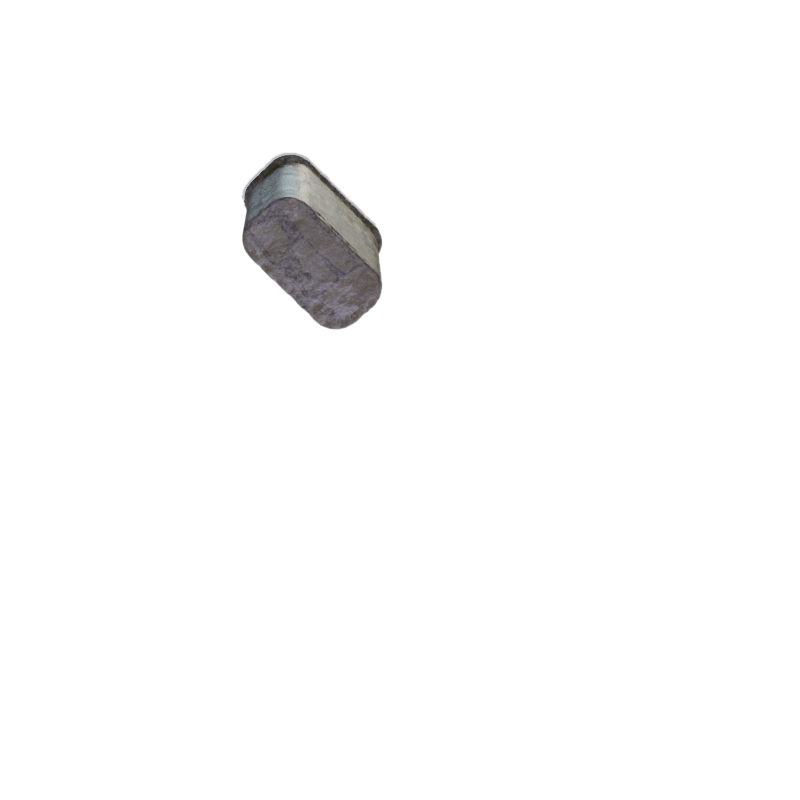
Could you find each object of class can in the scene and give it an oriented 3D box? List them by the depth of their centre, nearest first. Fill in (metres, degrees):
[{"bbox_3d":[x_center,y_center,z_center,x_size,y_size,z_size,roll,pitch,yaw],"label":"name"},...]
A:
[{"bbox_3d":[-0.058,-0.105,0.735,0.057,0.098,0.088,-41,20,16],"label":"can"}]
